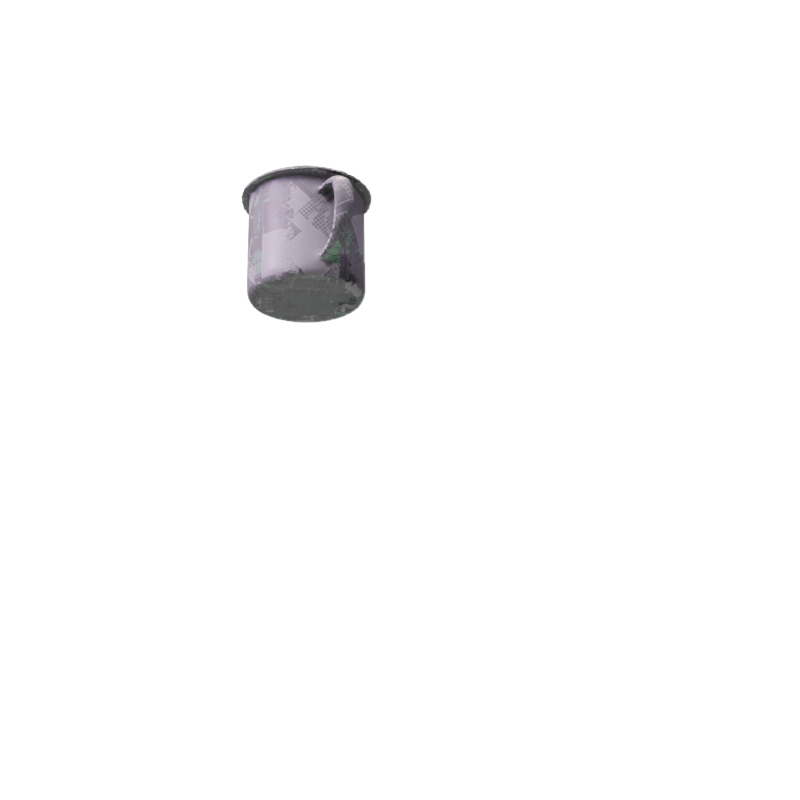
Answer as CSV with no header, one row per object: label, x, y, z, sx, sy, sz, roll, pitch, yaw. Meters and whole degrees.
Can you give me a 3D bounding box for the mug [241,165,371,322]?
mug,-0.060,-0.109,0.767,0.090,0.086,0.115,11,-26,-25
